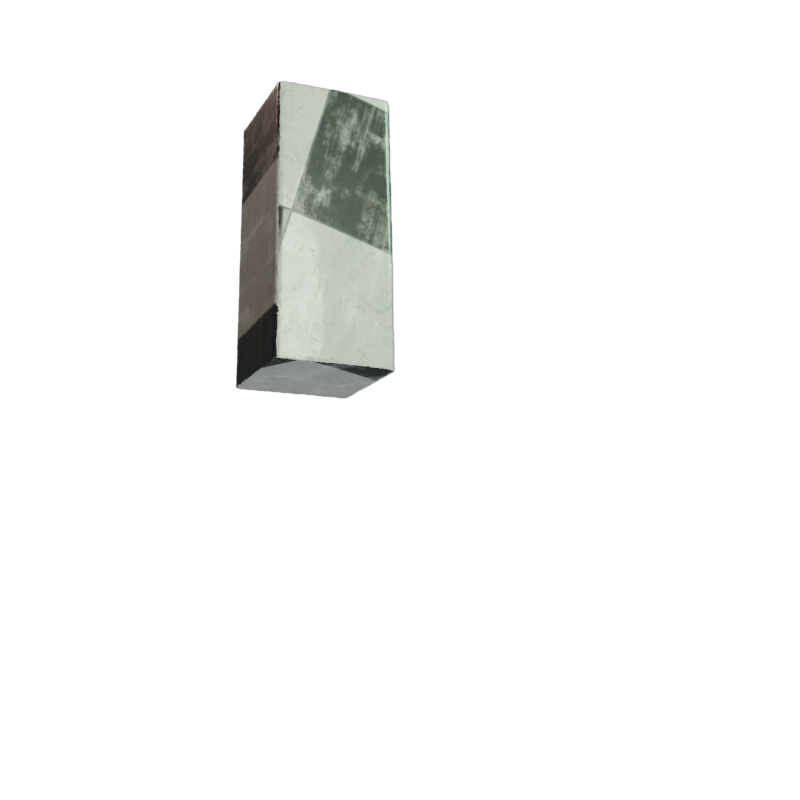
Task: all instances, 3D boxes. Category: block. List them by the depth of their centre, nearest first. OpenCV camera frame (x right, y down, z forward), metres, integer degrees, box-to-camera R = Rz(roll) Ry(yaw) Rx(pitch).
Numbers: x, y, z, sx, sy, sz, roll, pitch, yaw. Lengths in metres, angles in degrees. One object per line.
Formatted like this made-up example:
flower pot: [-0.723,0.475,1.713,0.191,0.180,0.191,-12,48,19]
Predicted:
block: [-0.063,-0.115,0.809,0.087,0.216,0.089,7,-21,-23]
